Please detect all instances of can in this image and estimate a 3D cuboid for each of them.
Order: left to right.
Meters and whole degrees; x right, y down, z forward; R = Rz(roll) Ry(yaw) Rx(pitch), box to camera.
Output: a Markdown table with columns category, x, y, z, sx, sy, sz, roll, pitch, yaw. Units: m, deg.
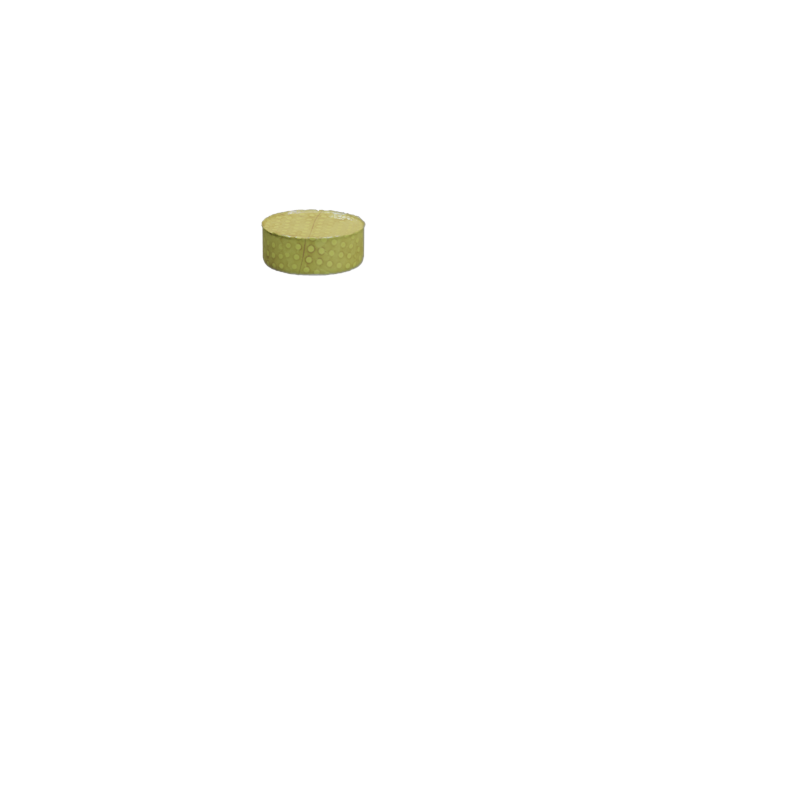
| category | x | y | z | sx | sy | sz | roll | pitch | yaw |
| --- | --- | --- | --- | --- | --- | --- | --- | --- | --- |
| can | -0.072 | -0.131 | 0.918 | 0.086 | 0.032 | 0.090 | -1 | 23 | -2 |
